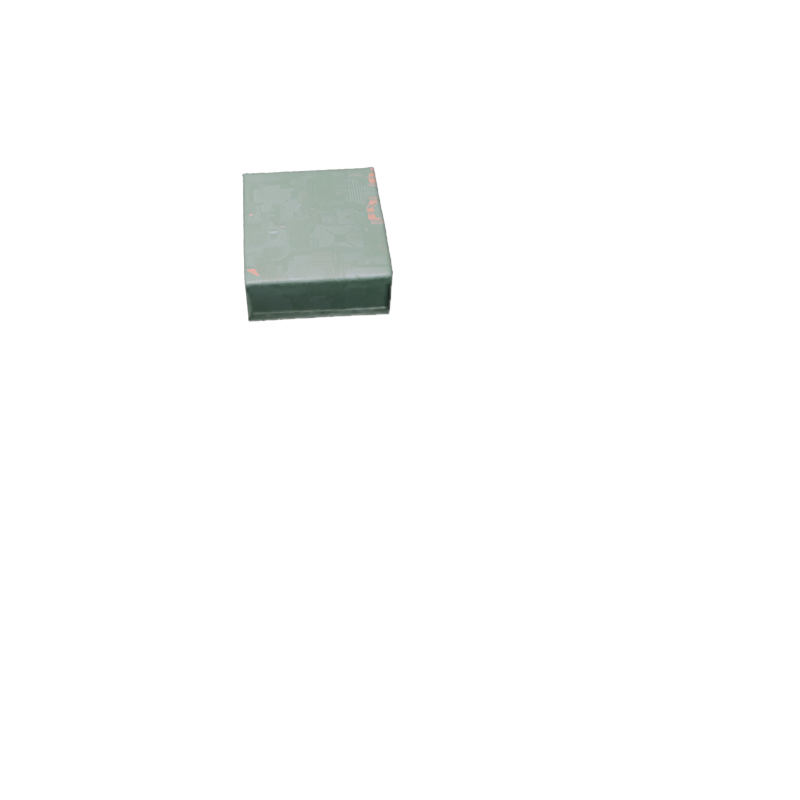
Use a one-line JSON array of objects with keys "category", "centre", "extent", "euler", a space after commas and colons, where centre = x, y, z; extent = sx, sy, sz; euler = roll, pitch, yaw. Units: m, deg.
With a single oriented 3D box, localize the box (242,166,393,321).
[{"category": "box", "centre": [-0.056, -0.102, 0.713], "extent": [0.089, 0.036, 0.122], "euler": [-4, 43, -5]}]
